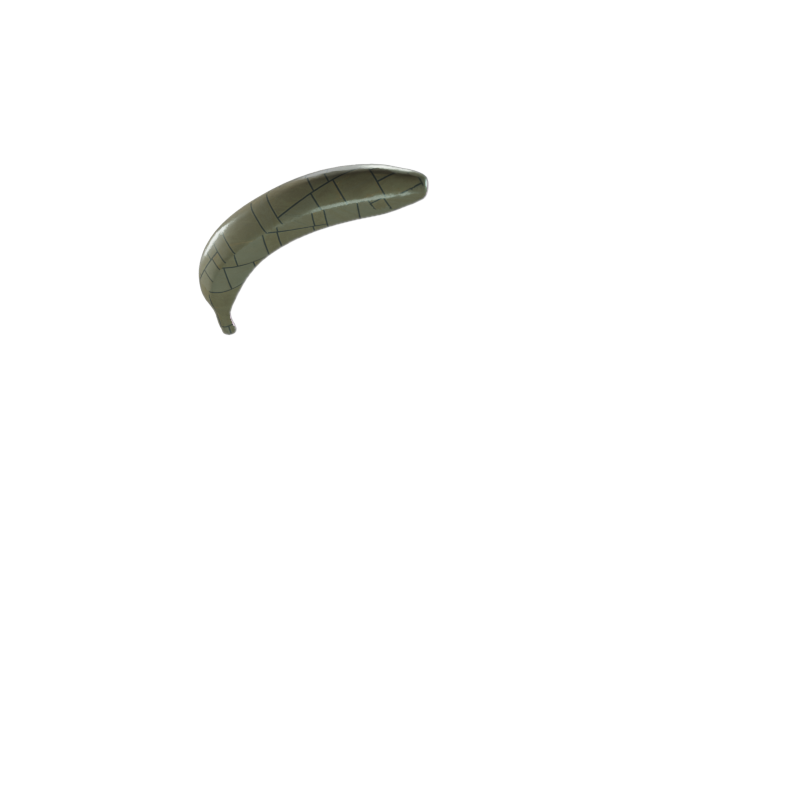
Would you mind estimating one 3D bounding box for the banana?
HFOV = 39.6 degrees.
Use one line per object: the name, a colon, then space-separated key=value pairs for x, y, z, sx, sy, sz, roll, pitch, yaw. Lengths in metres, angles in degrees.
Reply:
banana: x=-0.074 y=-0.114 z=0.746 sx=0.197 sy=0.039 sz=0.065 roll=-30 pitch=-48 yaw=31
